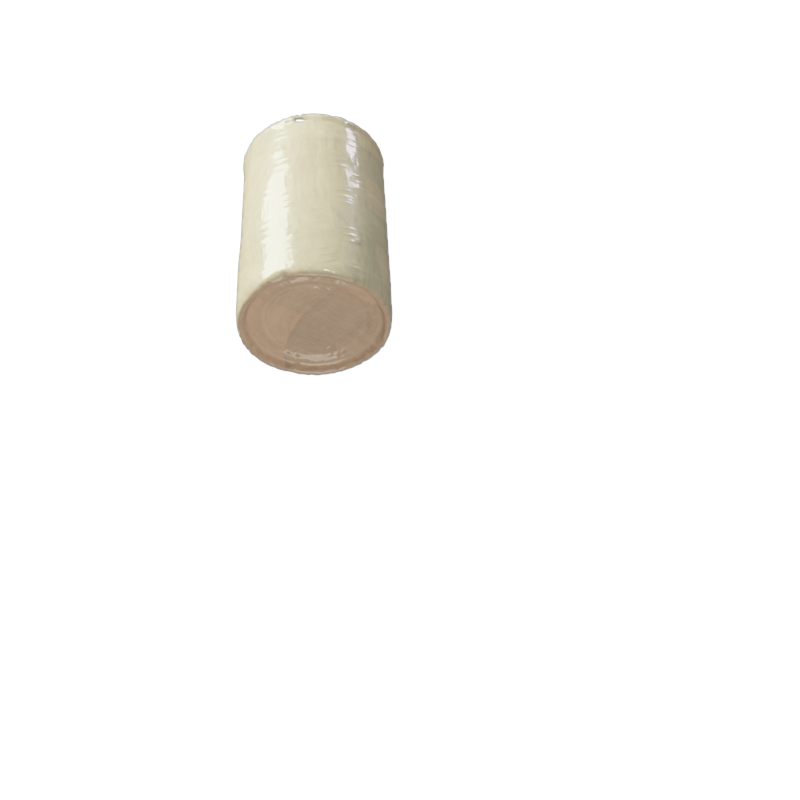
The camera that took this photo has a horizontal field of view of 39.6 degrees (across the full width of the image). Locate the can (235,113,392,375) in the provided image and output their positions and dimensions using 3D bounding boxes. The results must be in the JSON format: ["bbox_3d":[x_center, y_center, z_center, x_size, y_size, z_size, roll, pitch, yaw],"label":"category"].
[{"bbox_3d":[-0.039,-0.071,0.499,0.068,0.110,0.064,-1,-42,-3],"label":"can"}]
